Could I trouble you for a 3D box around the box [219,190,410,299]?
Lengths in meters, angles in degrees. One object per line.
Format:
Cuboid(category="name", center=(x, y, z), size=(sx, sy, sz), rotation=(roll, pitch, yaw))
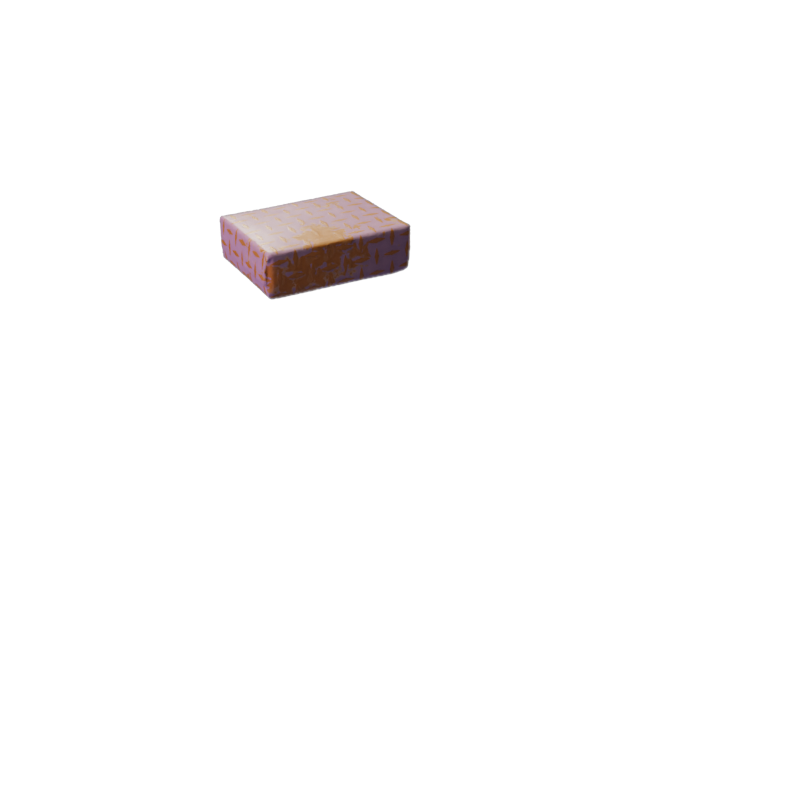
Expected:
Cuboid(category="box", center=(-0.062, -0.114, 0.797), size=(0.111, 0.037, 0.096), rotation=(-13, 30, -24))
